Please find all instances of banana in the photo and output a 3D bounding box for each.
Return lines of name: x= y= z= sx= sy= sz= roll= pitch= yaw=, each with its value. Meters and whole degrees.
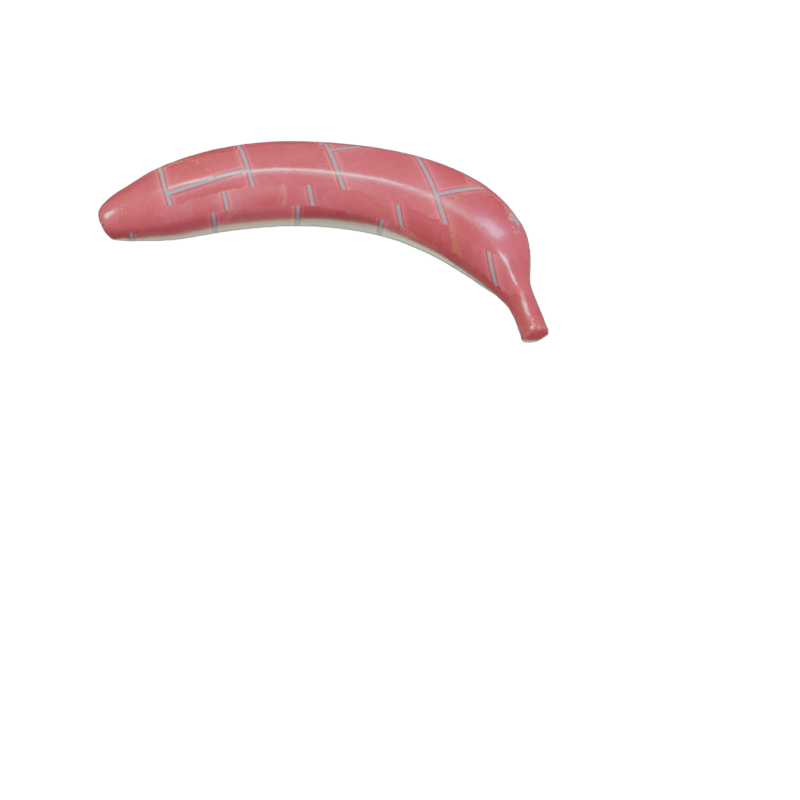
banana: x=-0.029 y=-0.081 z=0.478 sx=0.201 sy=0.073 sz=0.034 roll=13 pitch=-35 yaw=9
